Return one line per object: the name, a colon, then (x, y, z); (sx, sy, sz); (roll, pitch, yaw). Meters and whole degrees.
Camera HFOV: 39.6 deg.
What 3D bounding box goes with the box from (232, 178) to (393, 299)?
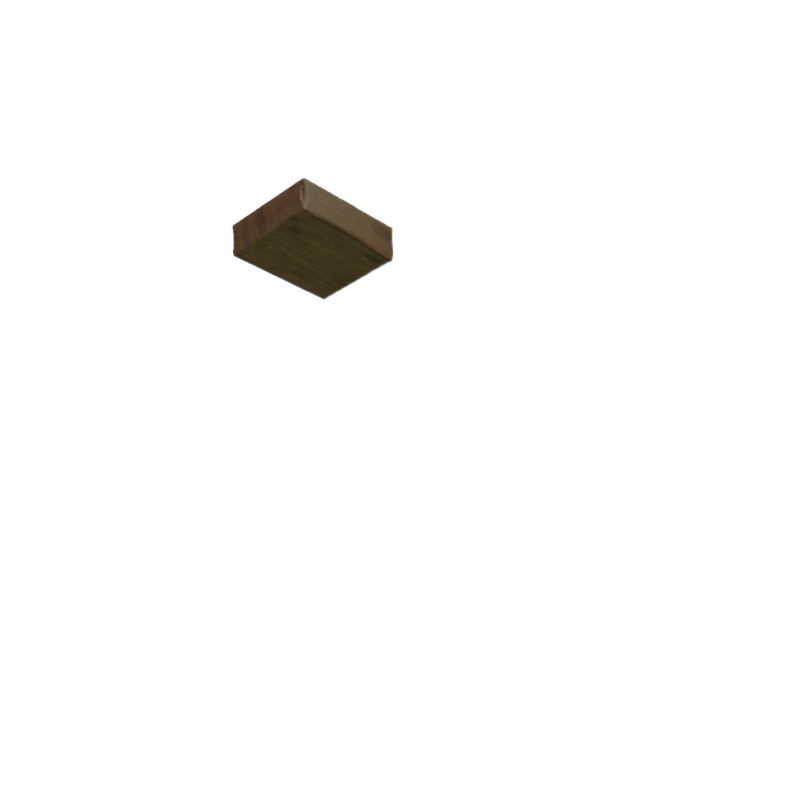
box: (-0.075, -0.136, 0.956); (0.090, 0.041, 0.106); (-27, -39, 37)
